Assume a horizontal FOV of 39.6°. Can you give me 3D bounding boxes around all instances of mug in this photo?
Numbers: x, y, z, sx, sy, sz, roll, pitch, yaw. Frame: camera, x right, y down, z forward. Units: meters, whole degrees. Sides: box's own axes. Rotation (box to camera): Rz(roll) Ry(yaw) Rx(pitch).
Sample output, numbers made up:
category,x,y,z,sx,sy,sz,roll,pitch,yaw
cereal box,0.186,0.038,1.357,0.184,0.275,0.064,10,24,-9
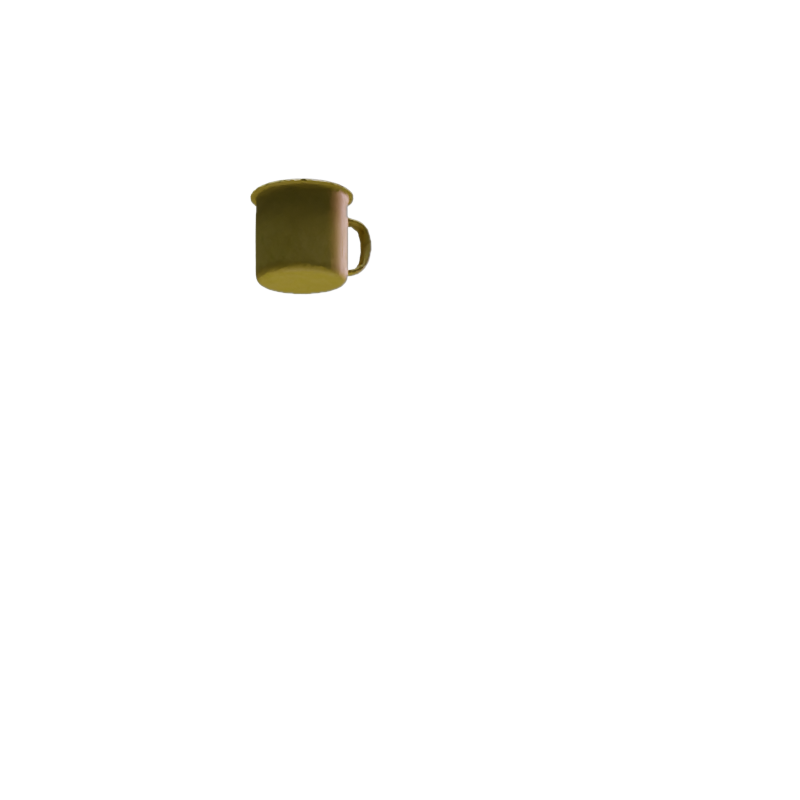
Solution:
category,x,y,z,sx,sy,sz,roll,pitch,yaw
mug,-0.078,-0.141,0.991,0.112,0.085,0.094,8,-16,-33
